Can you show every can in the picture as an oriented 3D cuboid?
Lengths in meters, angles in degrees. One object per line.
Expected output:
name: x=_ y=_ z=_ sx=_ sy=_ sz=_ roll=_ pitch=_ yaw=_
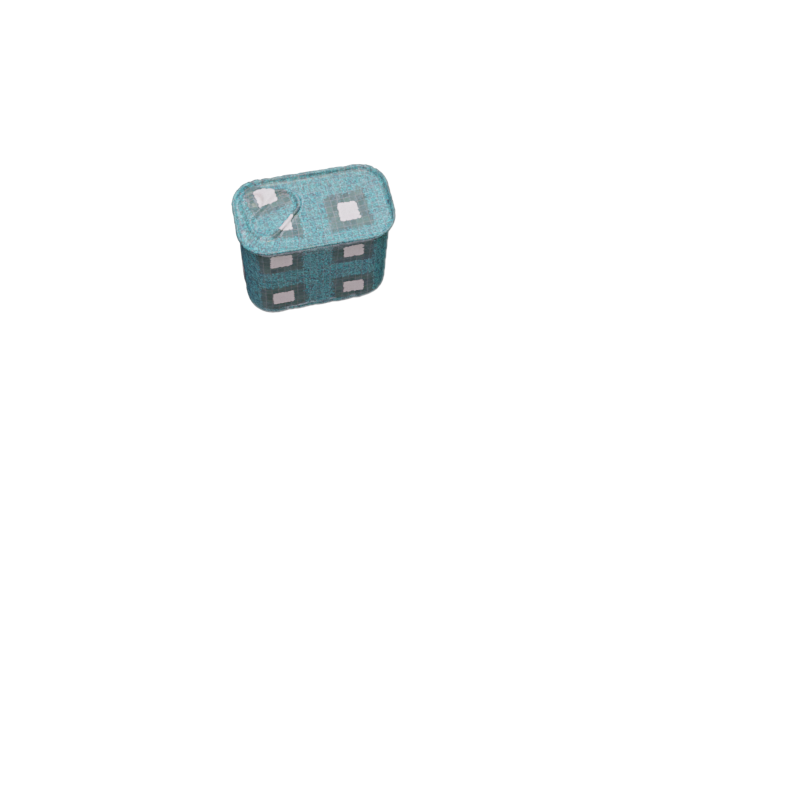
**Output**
can: x=-0.058 y=-0.105 z=0.737 sx=0.101 sy=0.061 sz=0.079 roll=-10 pitch=-26 yaw=-7
